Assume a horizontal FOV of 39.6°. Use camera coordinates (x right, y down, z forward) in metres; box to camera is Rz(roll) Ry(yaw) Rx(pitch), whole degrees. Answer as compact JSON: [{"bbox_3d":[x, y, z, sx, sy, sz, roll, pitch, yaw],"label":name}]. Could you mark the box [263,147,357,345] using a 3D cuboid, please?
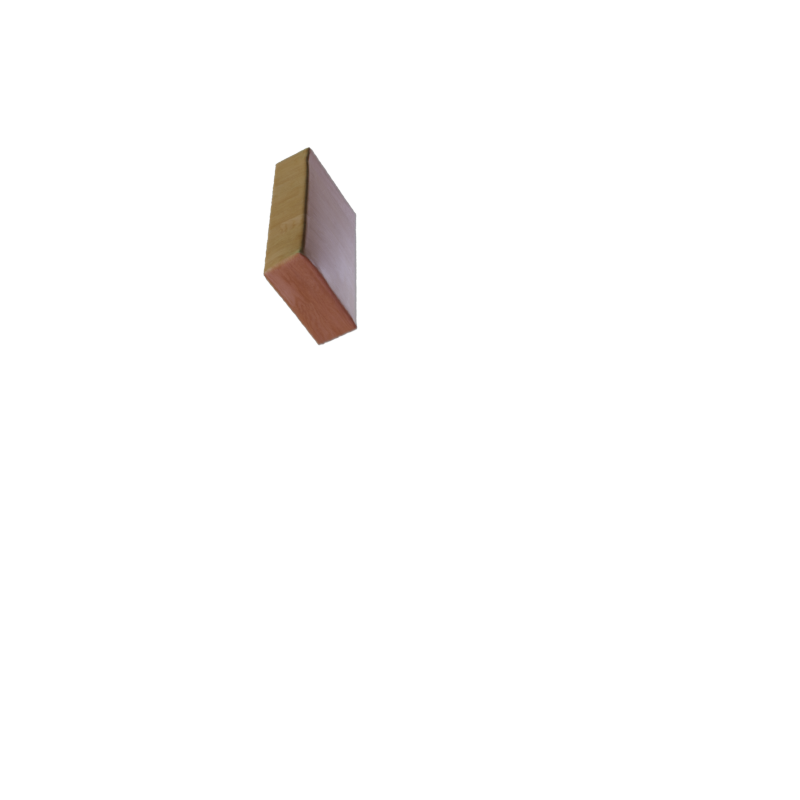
[{"bbox_3d":[-0.078,-0.142,0.996,0.048,0.087,0.189,-26,35,16],"label":"box"}]
